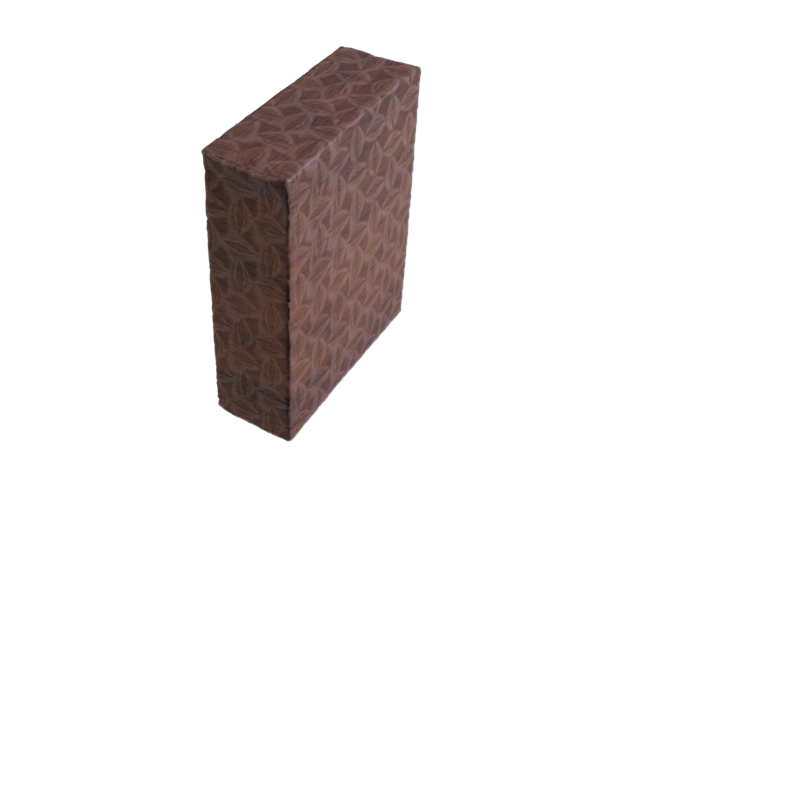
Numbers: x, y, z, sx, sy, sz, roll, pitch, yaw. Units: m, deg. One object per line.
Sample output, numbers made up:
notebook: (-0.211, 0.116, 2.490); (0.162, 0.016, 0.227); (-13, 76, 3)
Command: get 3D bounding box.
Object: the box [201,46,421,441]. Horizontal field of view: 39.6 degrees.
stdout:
box: (-0.059, -0.107, 0.748); (0.075, 0.199, 0.168); (21, 44, 20)
